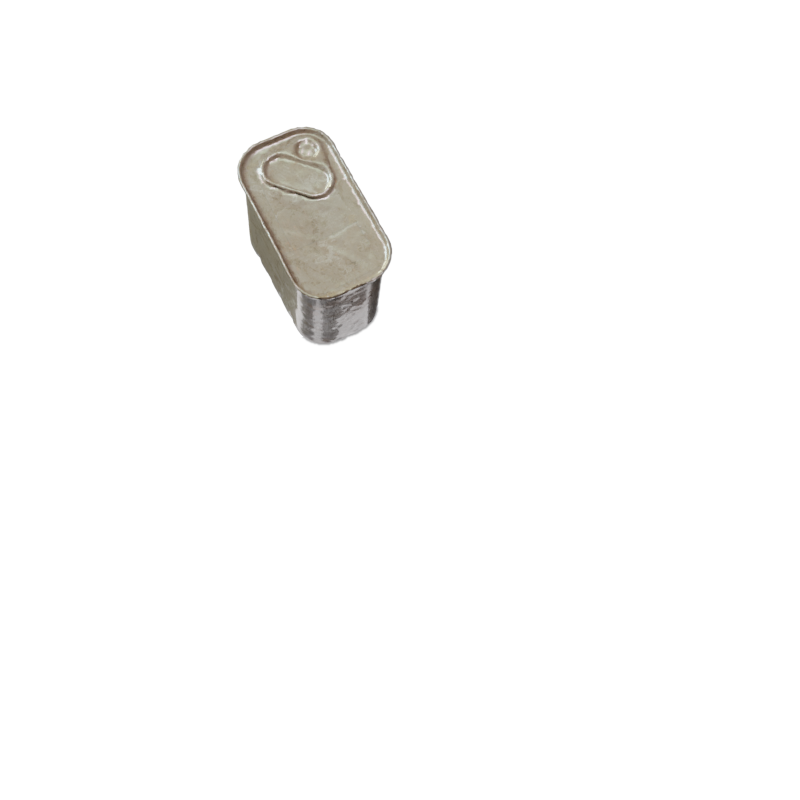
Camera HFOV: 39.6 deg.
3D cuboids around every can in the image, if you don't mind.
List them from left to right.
[{"bbox_3d":[-0.050,-0.090,0.632,0.057,0.108,0.080,-25,-19,-11],"label":"can"}]
